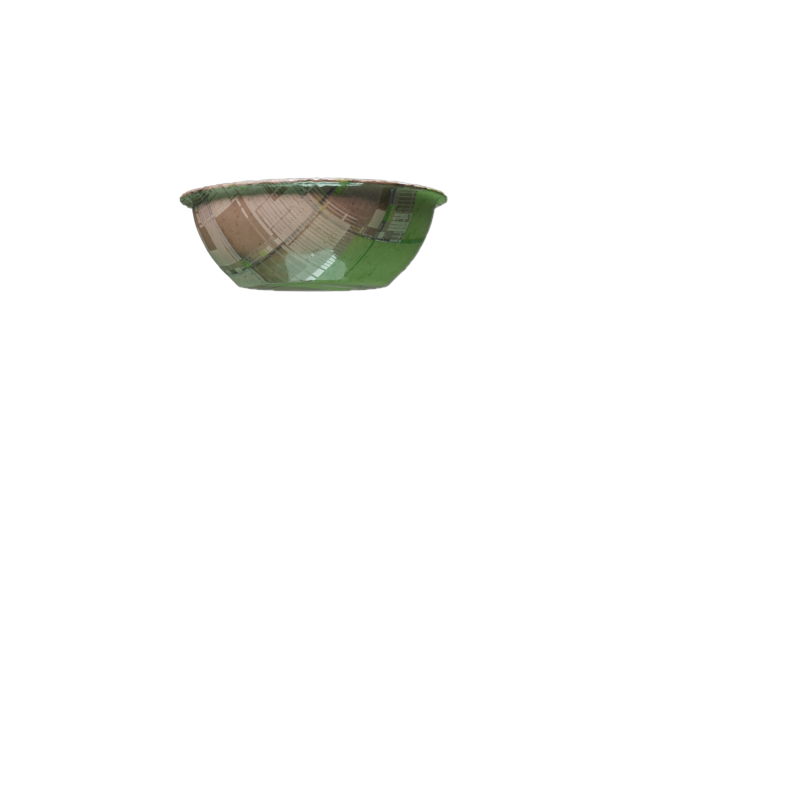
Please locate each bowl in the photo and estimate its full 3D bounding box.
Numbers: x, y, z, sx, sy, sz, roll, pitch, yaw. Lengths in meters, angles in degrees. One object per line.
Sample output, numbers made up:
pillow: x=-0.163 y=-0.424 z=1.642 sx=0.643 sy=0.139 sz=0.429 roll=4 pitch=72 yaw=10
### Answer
bowl: x=-0.052 y=-0.095 z=0.669 sx=0.162 sy=0.055 sz=0.161 roll=0 pitch=1 yaw=-2
